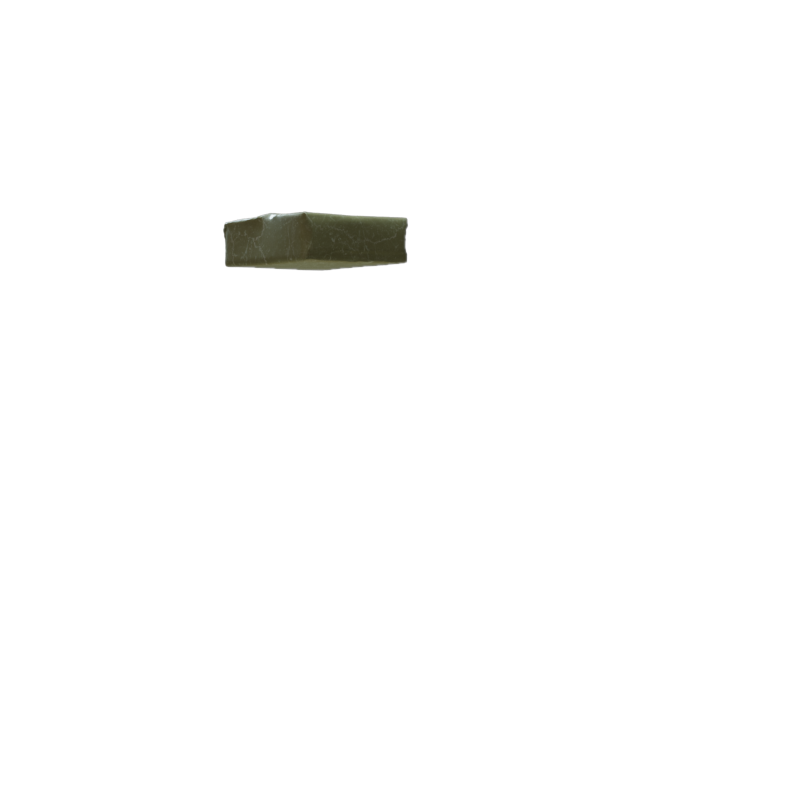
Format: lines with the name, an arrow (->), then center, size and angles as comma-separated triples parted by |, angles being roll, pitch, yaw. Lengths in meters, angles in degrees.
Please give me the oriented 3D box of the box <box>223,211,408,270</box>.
box -> -0.051, -0.093, 0.652 | 0.070, 0.030, 0.093 | -2, 4, -37
